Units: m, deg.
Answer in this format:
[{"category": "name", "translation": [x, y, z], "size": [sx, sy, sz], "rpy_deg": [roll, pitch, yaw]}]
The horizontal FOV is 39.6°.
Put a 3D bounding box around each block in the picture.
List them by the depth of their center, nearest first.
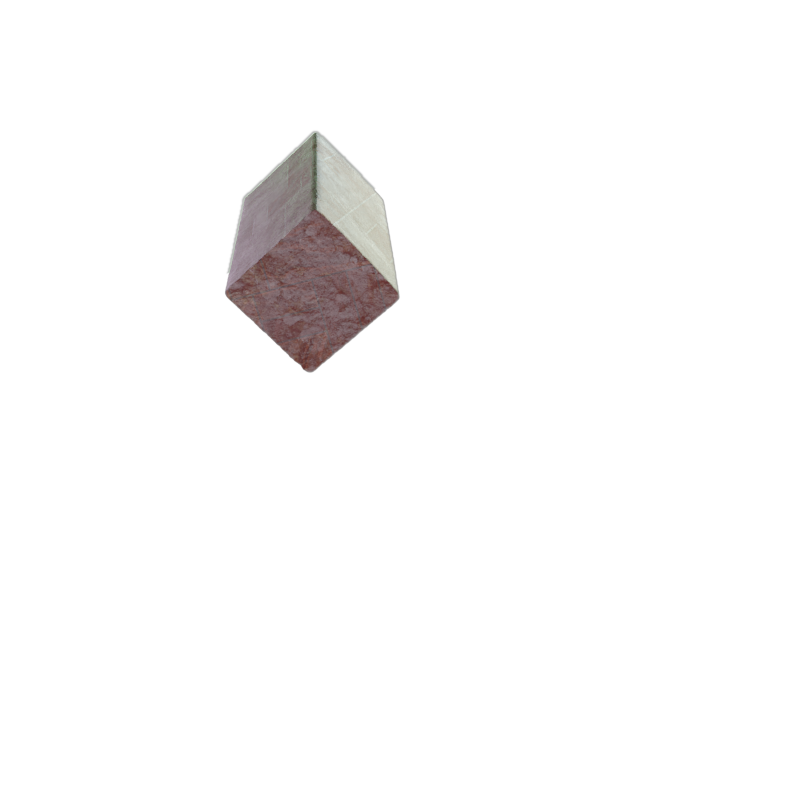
[{"category": "block", "translation": [-0.066, -0.122, 0.856], "size": [0.090, 0.086, 0.218], "rpy_deg": [-40, 22, 15]}]
